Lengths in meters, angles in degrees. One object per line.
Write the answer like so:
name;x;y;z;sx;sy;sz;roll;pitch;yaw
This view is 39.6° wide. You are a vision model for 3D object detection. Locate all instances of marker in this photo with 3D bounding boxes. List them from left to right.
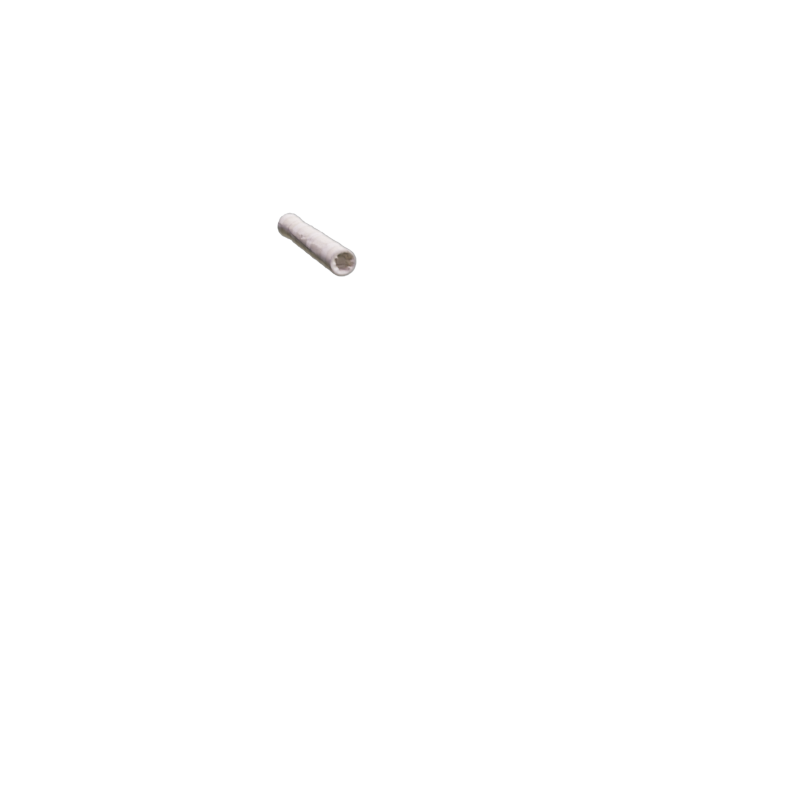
marker;-0.060;-0.110;0.771;0.019;0.019;0.128;-2;20;-22
